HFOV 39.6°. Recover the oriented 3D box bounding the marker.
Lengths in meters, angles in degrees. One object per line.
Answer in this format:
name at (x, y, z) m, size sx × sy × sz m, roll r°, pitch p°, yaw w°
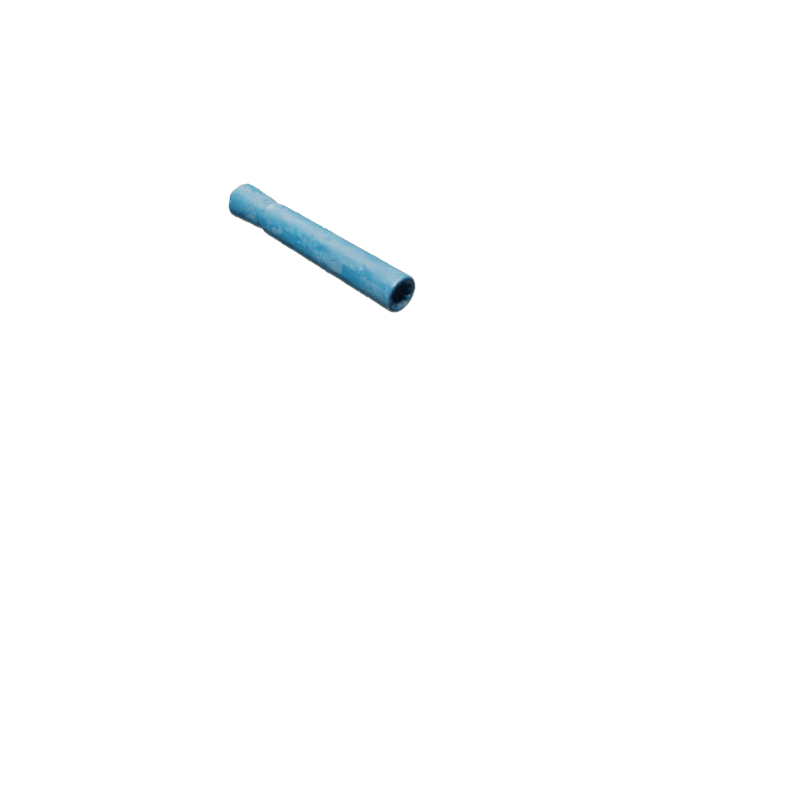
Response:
marker at (-0.043, -0.078, 0.544) m, size 0.129 × 0.019 × 0.019 m, roll 34°, pitch 24°, yaw 35°
